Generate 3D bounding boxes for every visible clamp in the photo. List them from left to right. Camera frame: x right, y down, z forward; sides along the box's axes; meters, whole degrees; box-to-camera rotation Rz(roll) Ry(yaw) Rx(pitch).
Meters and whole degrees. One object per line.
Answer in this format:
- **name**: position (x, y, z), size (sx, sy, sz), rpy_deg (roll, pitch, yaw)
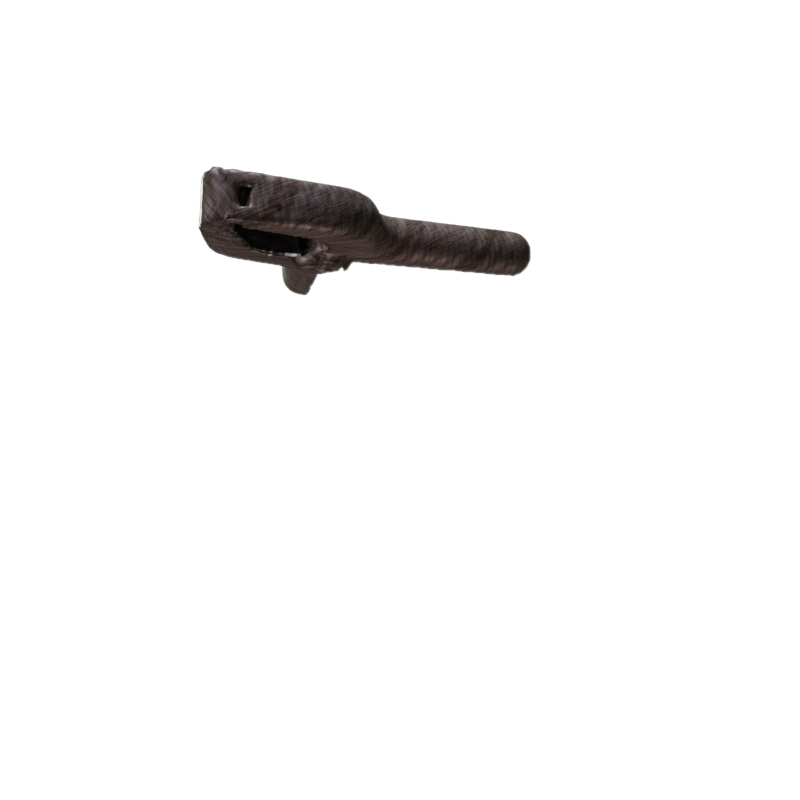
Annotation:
- **clamp**: position (-0.048, -0.087, 0.612), size (0.169, 0.037, 0.199), rpy_deg (-4, -7, 37)
